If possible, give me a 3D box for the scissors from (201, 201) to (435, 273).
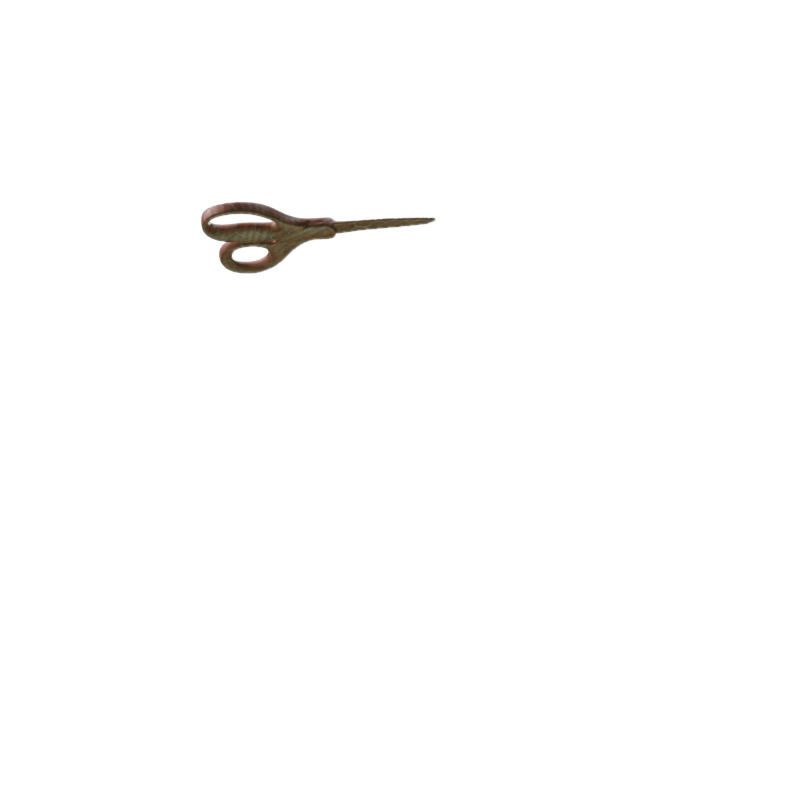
[{"bbox_3d":[-0.077,-0.141,0.986,0.199,0.017,0.091,5,-34,-7],"label":"scissors"}]
